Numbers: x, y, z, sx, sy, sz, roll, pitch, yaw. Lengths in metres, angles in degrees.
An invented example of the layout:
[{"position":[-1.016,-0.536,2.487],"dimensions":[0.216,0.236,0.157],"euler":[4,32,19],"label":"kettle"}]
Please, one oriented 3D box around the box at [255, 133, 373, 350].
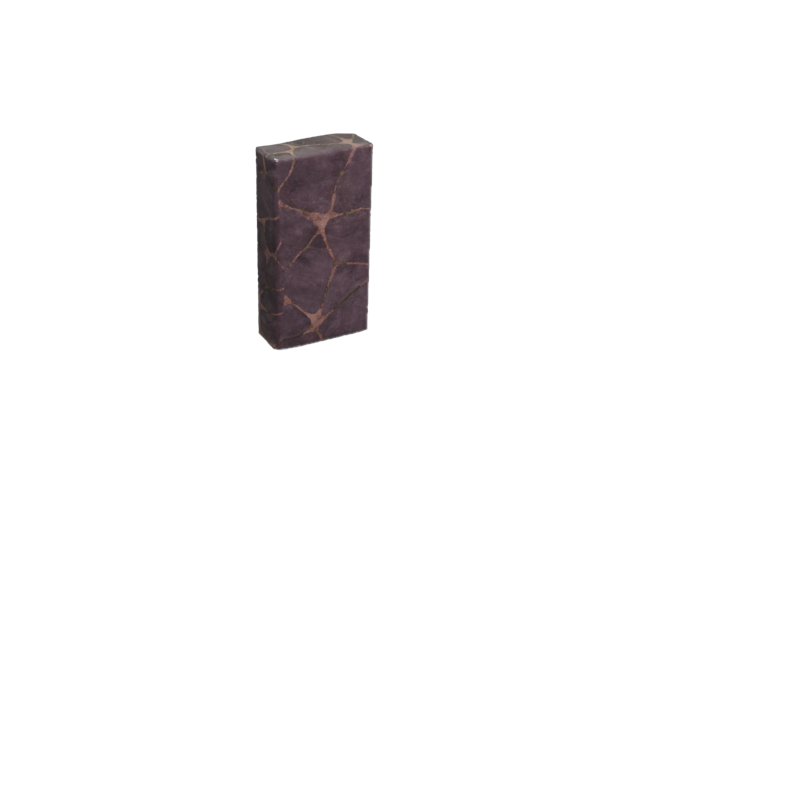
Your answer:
[{"position":[-0.074,-0.135,0.942],"dimensions":[0.092,0.167,0.051],"euler":[-12,28,-27],"label":"box"}]
